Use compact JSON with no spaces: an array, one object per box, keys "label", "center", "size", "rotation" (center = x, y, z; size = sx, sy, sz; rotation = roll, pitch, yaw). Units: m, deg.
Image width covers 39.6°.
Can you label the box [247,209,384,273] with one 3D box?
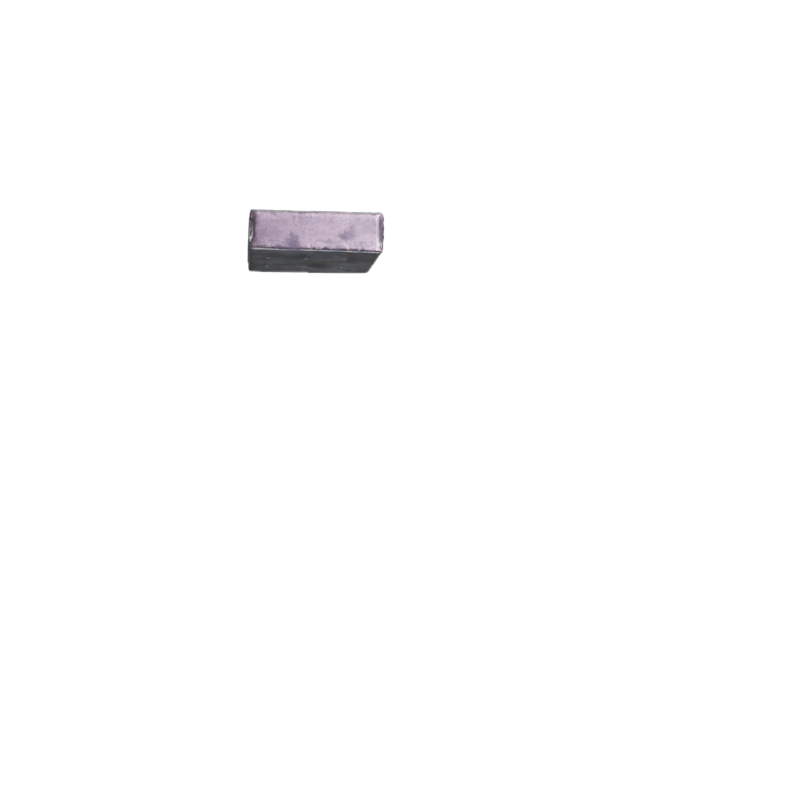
[{"label":"box","center":[-0.059,-0.108,0.753],"size":[0.089,0.031,0.072],"rotation":[0,-6,-5]}]
